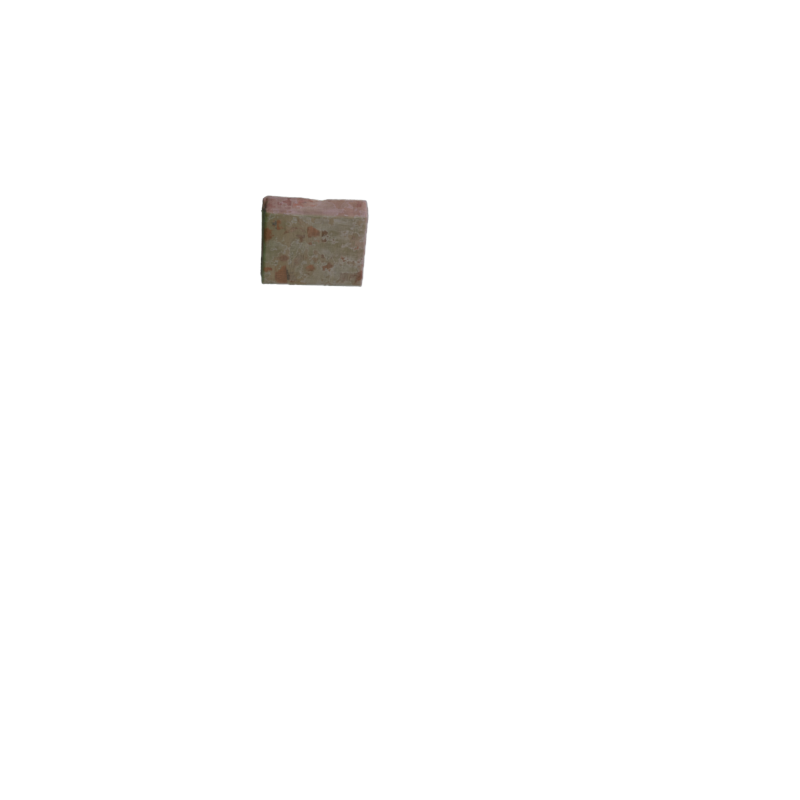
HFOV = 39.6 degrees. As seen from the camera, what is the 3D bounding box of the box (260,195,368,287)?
[{"bbox_3d":[-0.074,-0.134,0.941,0.089,0.069,0.032,3,36,-2],"label":"box"}]
